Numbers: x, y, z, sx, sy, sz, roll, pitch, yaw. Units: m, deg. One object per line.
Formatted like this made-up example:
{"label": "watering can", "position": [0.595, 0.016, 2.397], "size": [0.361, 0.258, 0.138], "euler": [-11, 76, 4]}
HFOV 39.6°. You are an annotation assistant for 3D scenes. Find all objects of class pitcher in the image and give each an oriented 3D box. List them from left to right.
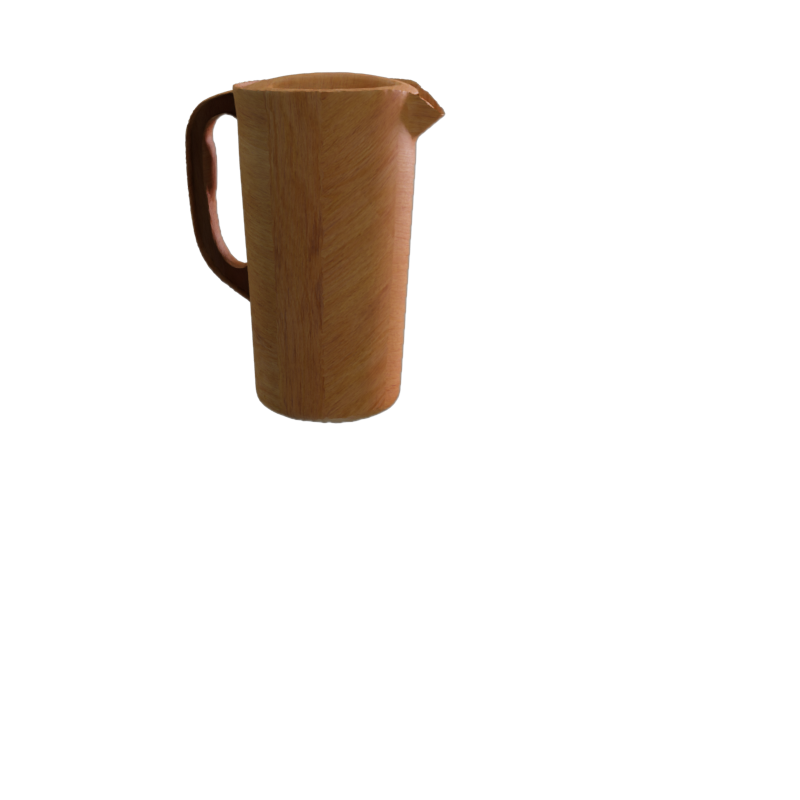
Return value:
{"label": "pitcher", "position": [-0.063, -0.115, 0.803], "size": [0.141, 0.235, 0.158], "euler": [-8, 17, -31]}
